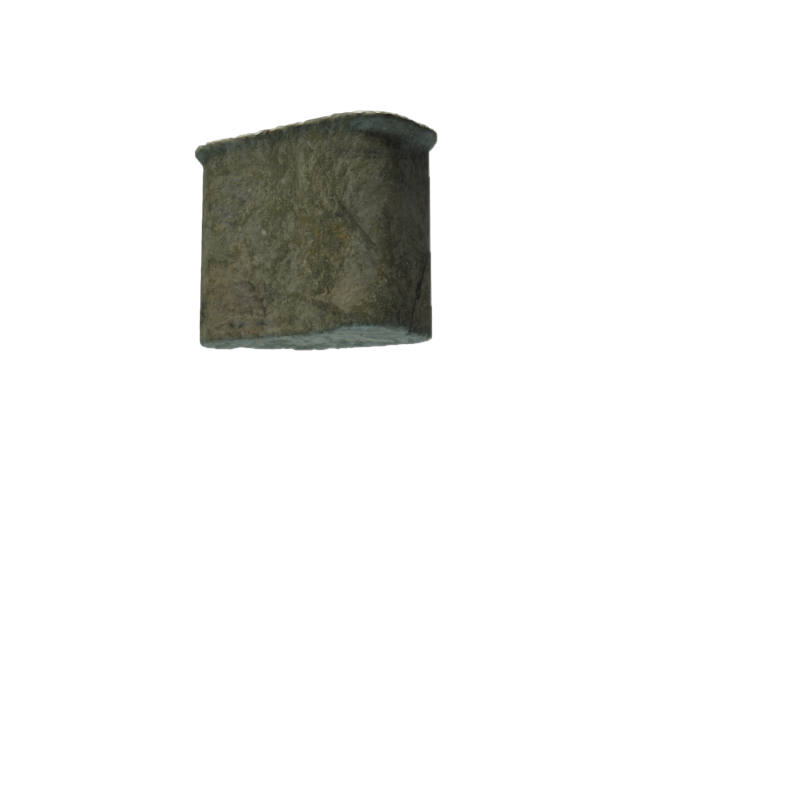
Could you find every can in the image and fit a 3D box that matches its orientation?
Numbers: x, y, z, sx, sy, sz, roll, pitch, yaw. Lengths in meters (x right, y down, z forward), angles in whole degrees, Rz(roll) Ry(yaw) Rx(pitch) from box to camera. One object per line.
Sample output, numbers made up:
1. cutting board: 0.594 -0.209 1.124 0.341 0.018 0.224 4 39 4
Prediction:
1. can: -0.035 -0.065 0.452 0.105 0.086 0.055 -4 -9 35
